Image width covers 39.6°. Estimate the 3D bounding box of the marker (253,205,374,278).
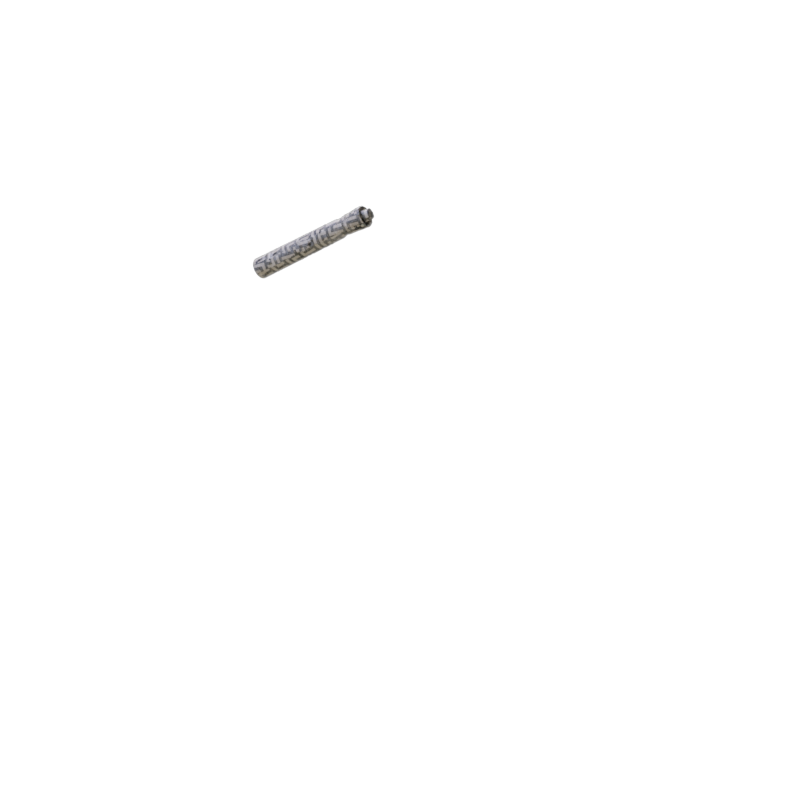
[{"bbox_3d":[-0.073,-0.132,0.928,0.122,0.020,0.019,-21,-8,31],"label":"marker"}]
